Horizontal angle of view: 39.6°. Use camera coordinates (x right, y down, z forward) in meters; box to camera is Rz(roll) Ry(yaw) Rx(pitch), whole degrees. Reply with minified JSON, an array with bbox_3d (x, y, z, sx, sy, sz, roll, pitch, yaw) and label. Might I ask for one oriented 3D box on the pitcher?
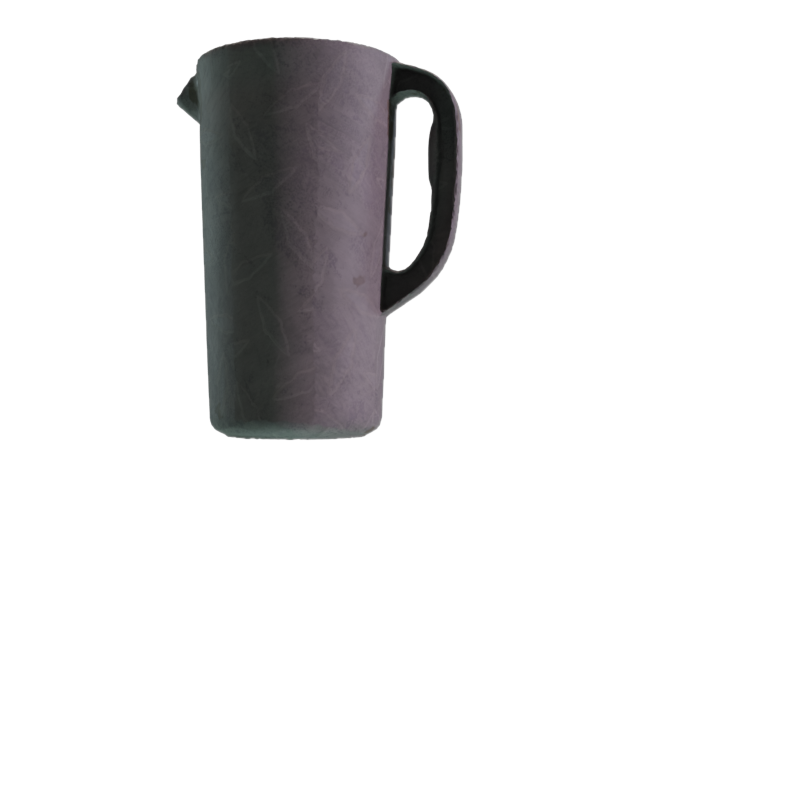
[{"bbox_3d":[-0.055,-0.100,0.702,0.139,0.247,0.153,3,-5,-32],"label":"pitcher"}]
